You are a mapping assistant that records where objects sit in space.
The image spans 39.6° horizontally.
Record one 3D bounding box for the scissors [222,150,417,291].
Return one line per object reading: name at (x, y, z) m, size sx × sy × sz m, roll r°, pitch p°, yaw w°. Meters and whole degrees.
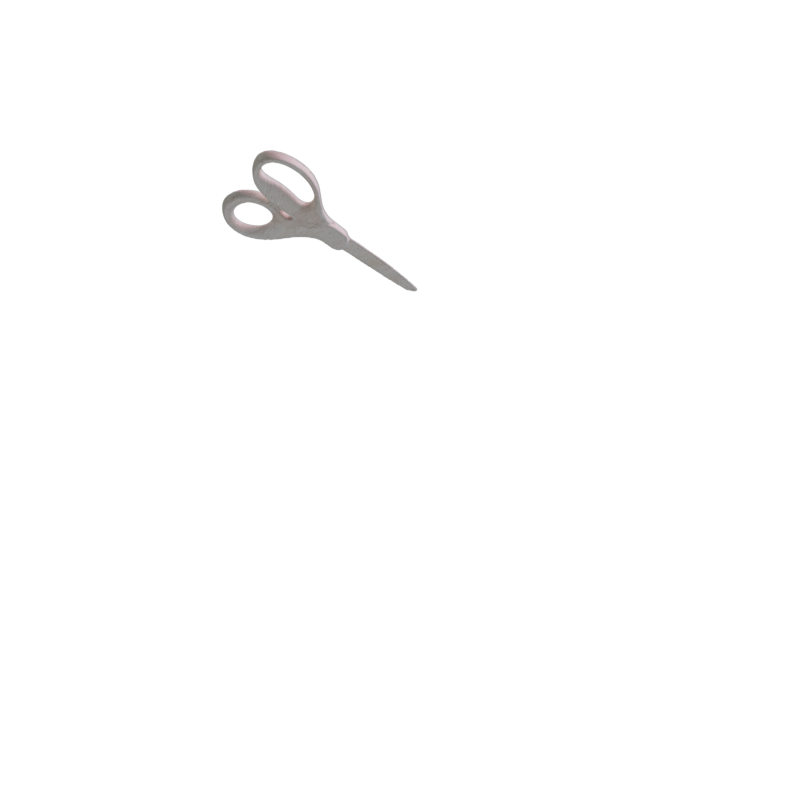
scissors at (-0.076, -0.138, 0.966) m, size 0.096 × 0.017 × 0.187 m, roll -24°, pitch -50°, yaw 22°
